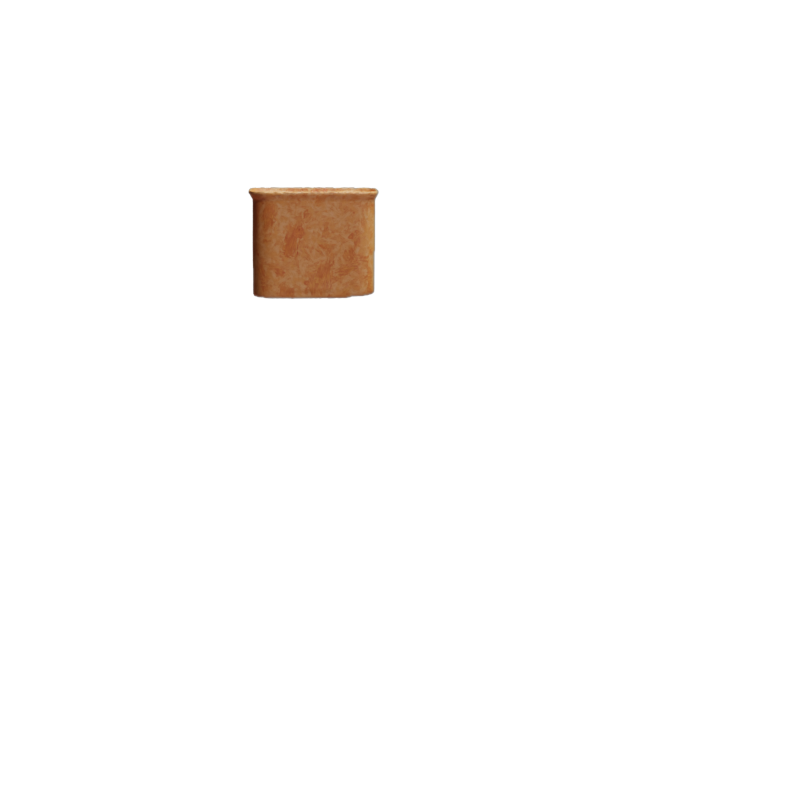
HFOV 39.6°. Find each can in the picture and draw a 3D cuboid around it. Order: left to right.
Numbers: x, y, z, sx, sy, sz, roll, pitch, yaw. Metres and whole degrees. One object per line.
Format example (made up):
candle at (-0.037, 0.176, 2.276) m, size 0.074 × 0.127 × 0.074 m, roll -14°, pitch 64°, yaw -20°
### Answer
can at (-0.069, -0.125, 0.878) m, size 0.101 × 0.082 × 0.059 m, roll 0°, pitch 9°, yaw -3°
